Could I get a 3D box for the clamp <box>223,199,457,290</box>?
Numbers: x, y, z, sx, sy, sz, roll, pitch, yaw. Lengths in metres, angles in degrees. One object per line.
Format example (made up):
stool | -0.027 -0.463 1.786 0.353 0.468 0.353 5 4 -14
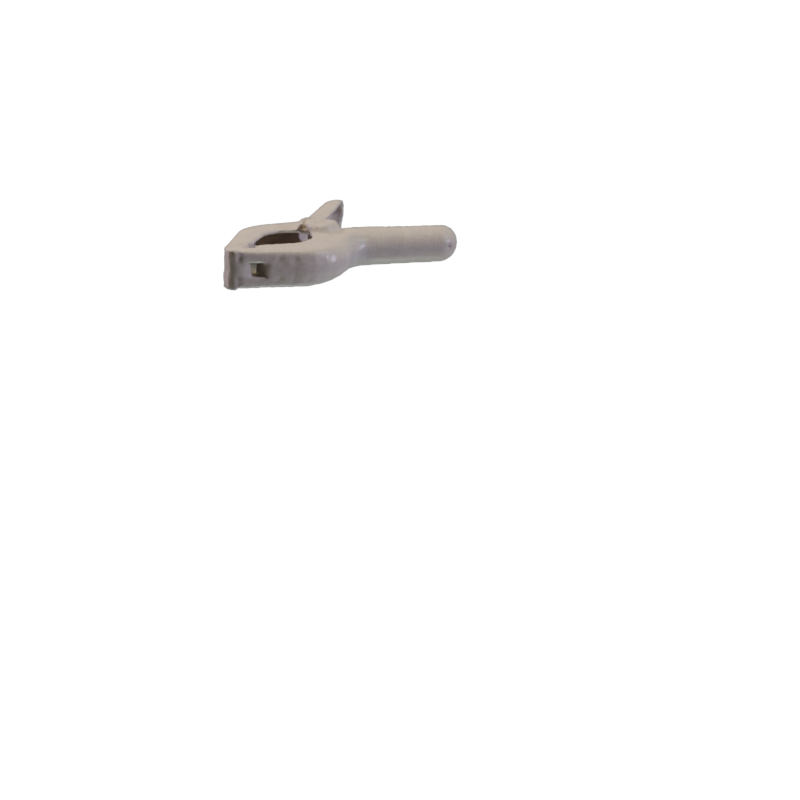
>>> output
clamp | -0.060 -0.109 0.761 0.167 0.038 0.127 -13 21 -38
